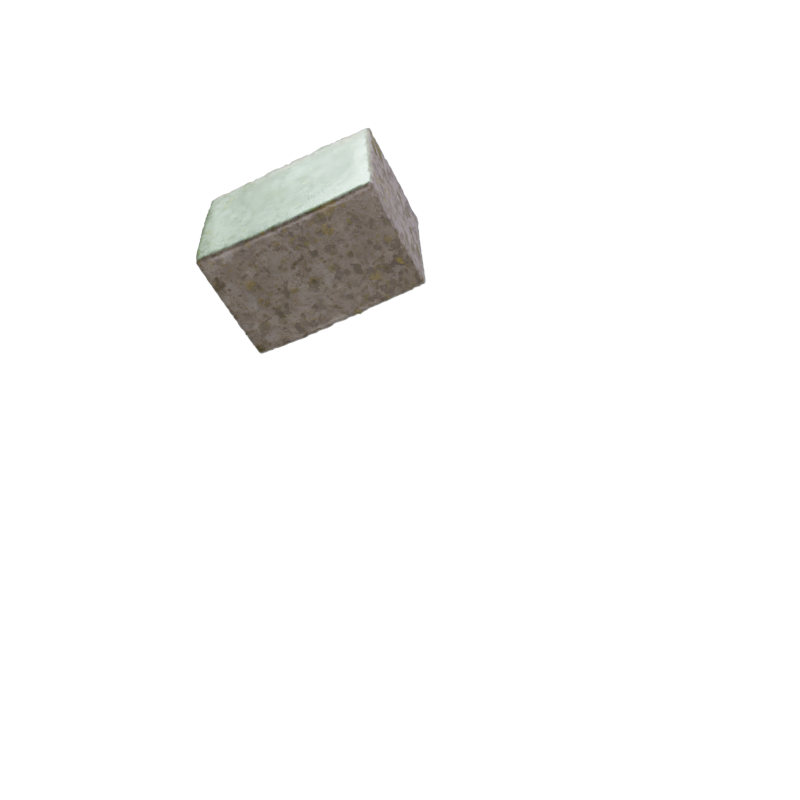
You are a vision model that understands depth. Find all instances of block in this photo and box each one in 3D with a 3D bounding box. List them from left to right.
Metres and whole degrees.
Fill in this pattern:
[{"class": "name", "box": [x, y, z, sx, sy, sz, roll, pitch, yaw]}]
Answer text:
[{"class": "block", "box": [-0.036, -0.065, 0.454, 0.078, 0.049, 0.055, -22, 32, 13]}]
